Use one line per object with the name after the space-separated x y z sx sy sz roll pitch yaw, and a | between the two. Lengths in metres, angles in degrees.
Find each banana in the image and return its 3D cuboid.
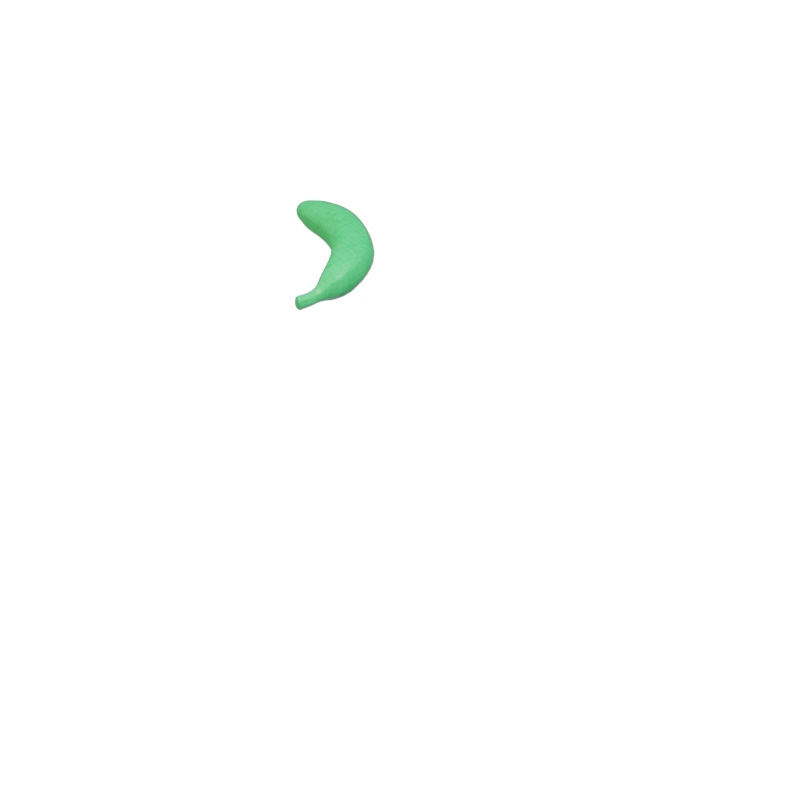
-0.059 -0.140 0.990 0.069 0.035 0.210 -1 30 -3 | banana
